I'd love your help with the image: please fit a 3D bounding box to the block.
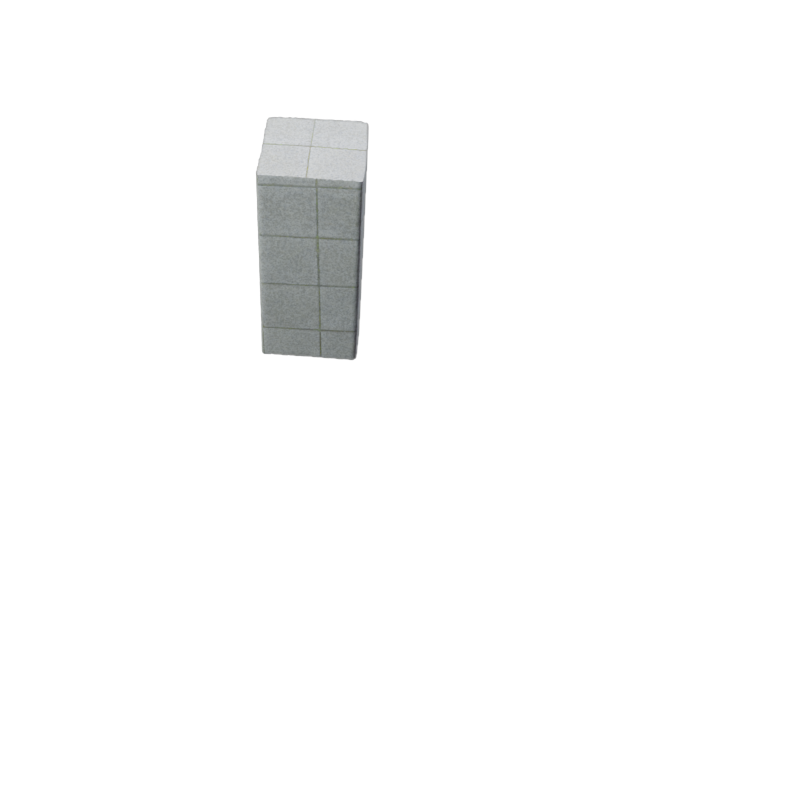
[{"bbox_3d":[-0.078,-0.143,0.997,0.091,0.192,0.096,4,43,1],"label":"block"}]
